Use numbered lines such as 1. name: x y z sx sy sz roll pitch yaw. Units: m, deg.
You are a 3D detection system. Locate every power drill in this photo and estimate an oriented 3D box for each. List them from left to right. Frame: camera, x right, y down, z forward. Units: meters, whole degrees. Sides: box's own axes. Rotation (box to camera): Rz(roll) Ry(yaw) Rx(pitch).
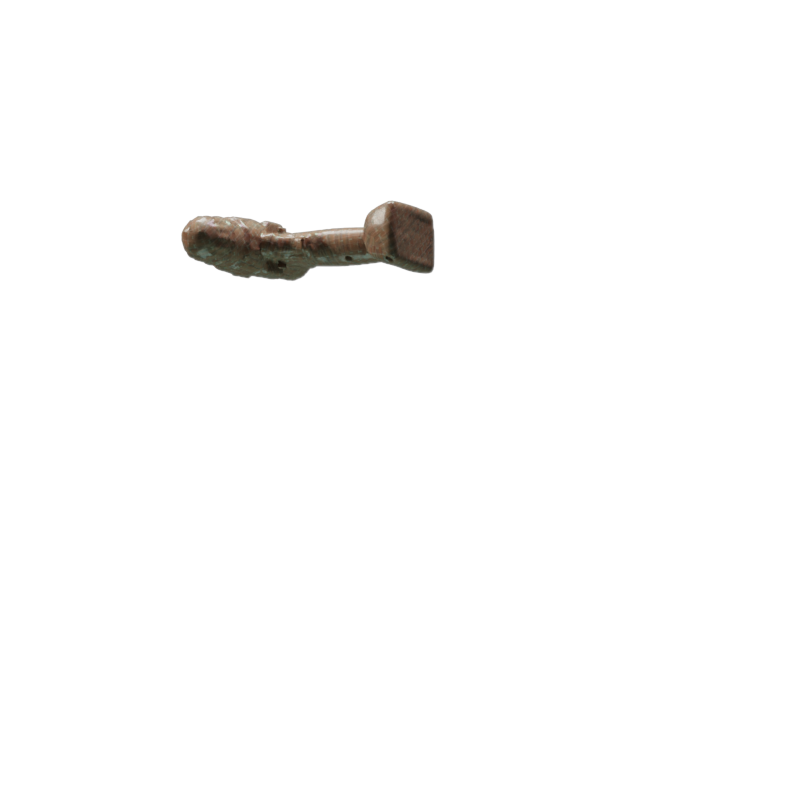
1. power drill: -0.077 -0.140 0.980 0.193 0.058 0.178 1 2 26
